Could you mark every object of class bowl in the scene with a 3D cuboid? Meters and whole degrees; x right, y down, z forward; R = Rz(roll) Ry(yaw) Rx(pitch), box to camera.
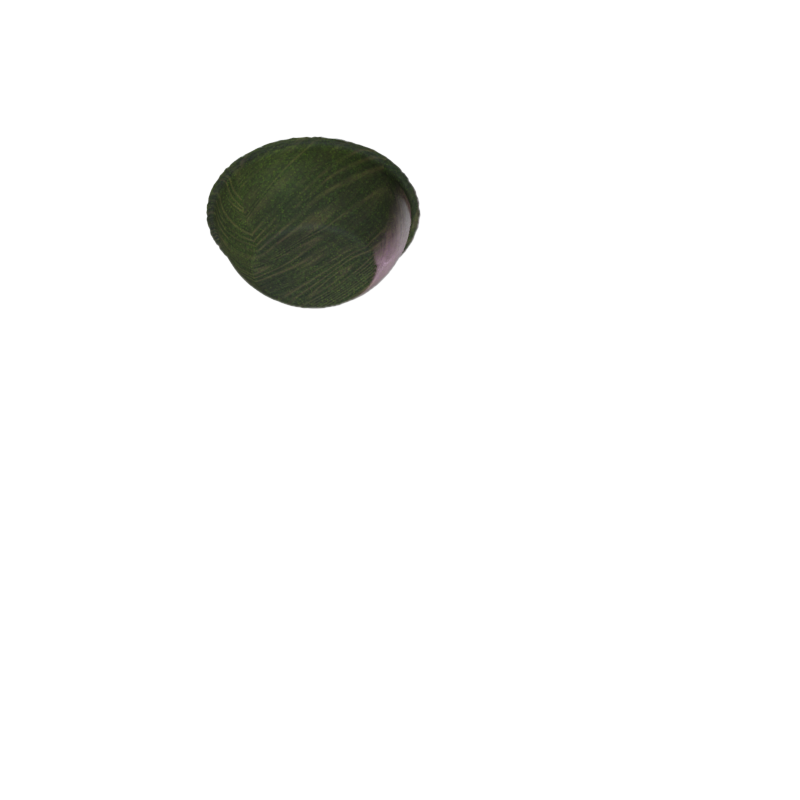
[{"bbox_3d":[-0.064,-0.117,0.822,0.162,0.059,0.151,1,-39,-1],"label":"bowl"}]
